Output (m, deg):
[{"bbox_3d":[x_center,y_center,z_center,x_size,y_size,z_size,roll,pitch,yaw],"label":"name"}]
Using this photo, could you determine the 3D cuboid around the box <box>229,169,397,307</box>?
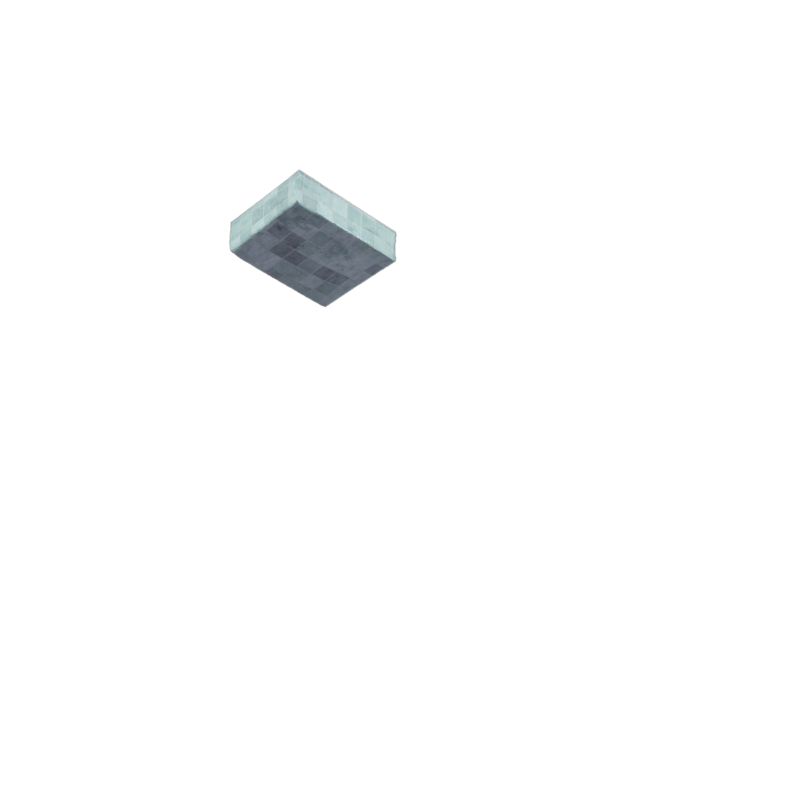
[{"bbox_3d":[-0.072,-0.132,0.923,0.107,0.042,0.089,28,-44,-34],"label":"box"}]
